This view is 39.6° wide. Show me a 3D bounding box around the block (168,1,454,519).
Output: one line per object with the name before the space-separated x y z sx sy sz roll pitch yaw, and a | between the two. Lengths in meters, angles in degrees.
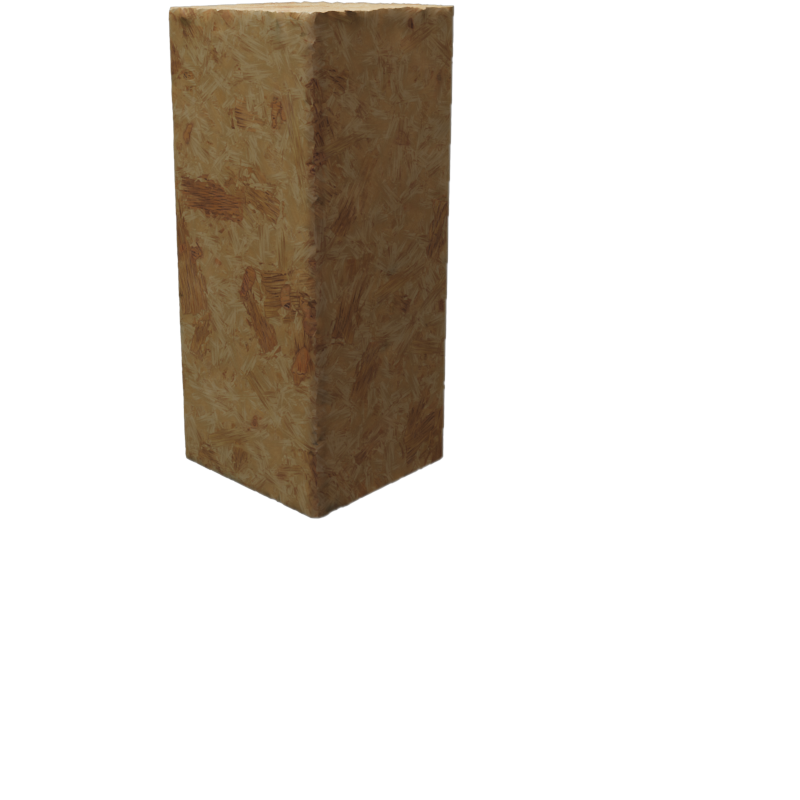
block | -0.039 -0.070 0.492 0.096 0.199 0.088 15 21 40
